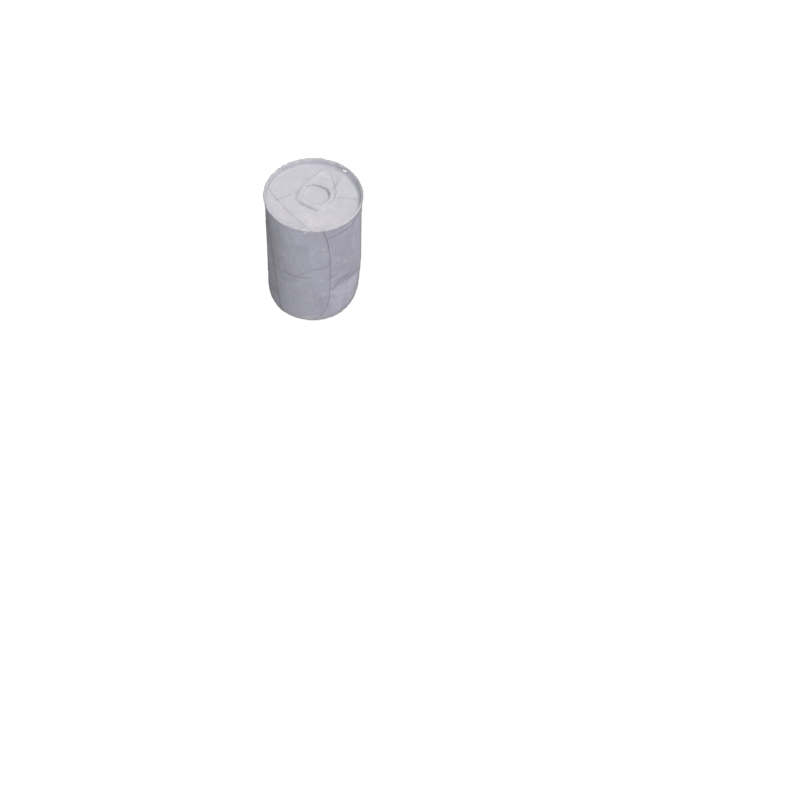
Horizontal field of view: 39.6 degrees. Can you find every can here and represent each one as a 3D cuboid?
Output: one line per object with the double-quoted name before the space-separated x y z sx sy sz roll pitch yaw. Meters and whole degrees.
"can" -0.062 -0.112 0.788 0.068 0.073 0.095 0 -36 -3
